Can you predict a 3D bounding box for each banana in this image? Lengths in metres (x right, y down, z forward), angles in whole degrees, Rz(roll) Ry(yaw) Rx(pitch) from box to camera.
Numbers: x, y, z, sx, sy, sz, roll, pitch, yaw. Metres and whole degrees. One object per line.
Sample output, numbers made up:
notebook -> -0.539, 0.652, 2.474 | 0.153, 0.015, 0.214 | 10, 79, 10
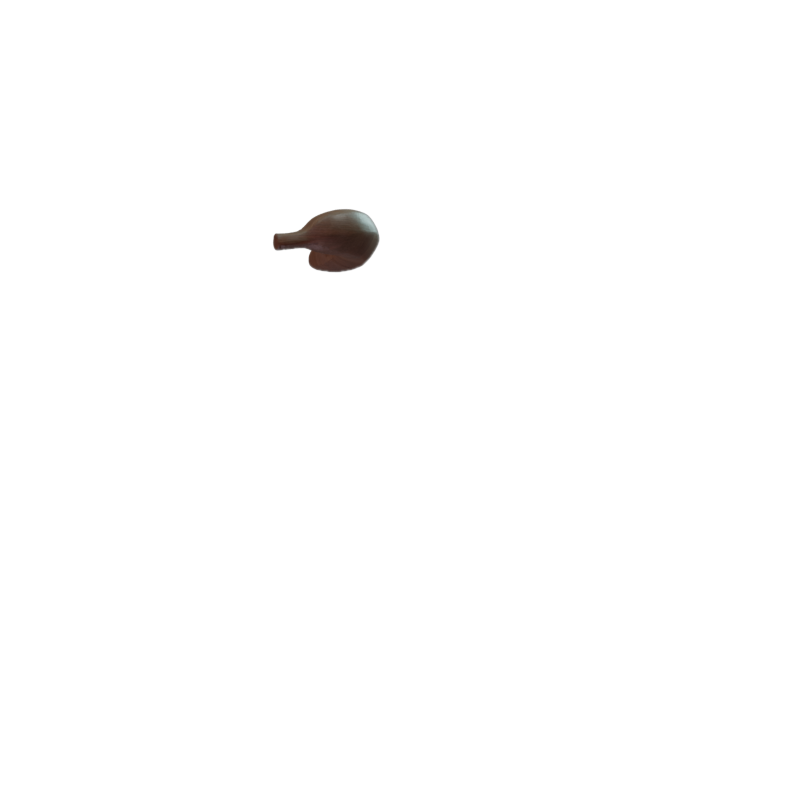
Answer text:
banana -> -0.050, -0.124, 0.865 | 0.070, 0.037, 0.195 | 0, 1, 4
